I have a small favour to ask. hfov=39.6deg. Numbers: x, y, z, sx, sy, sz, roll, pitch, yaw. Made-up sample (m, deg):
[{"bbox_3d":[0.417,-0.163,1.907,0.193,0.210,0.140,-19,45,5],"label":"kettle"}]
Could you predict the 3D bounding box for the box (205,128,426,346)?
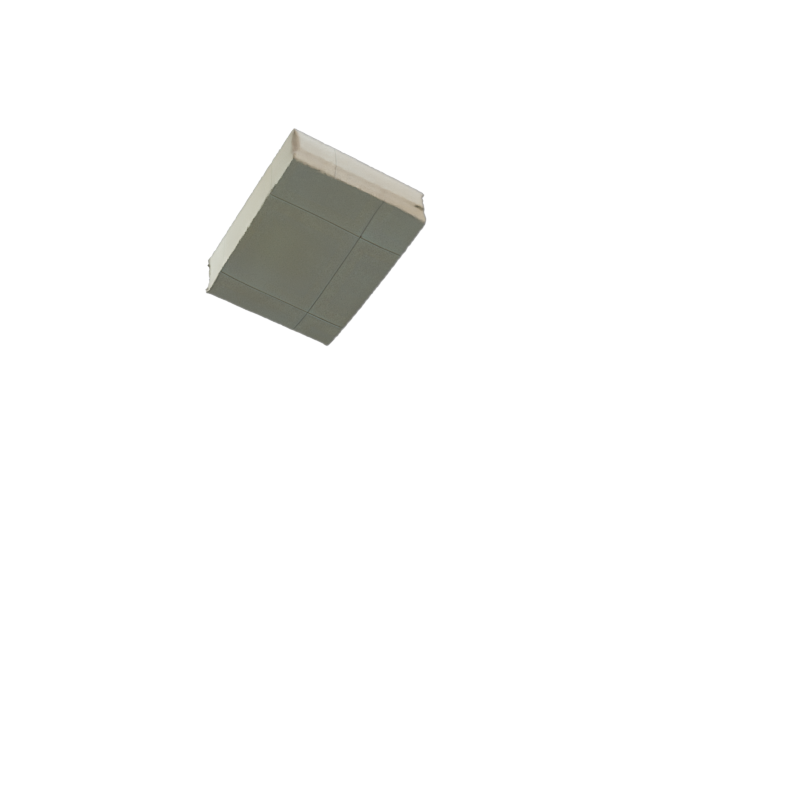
[{"bbox_3d":[-0.052,-0.094,0.660,0.086,0.110,0.042,26,32,-19],"label":"box"}]
